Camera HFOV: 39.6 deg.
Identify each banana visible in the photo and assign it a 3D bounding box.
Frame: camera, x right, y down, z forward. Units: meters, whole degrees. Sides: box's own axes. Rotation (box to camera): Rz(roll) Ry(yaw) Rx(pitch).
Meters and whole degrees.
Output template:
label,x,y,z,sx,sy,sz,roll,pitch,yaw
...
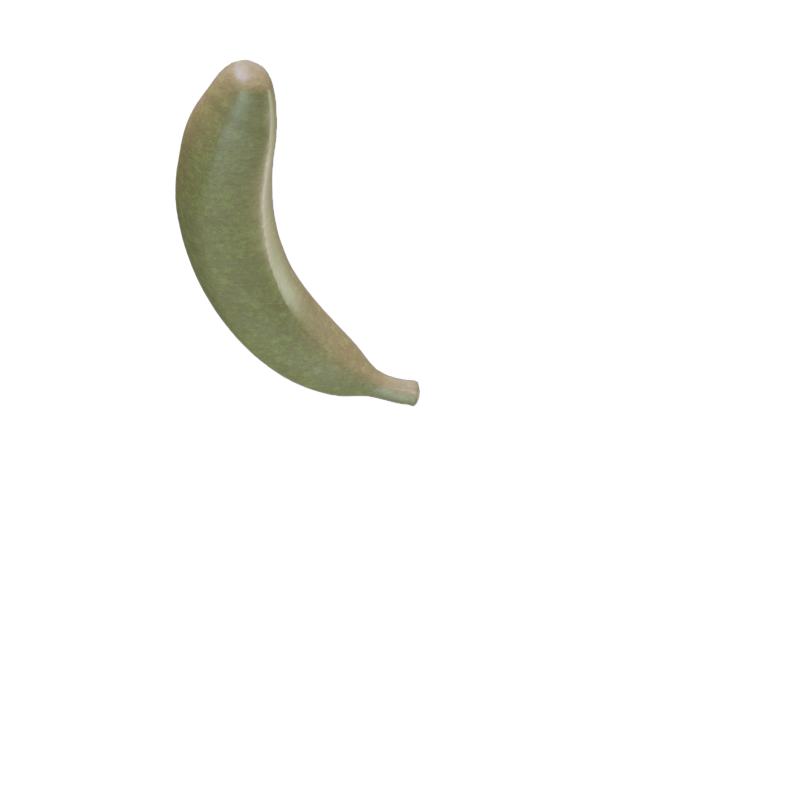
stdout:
label,x,y,z,sx,sy,sz,roll,pitch,yaw
banana,-0.051,-0.057,0.450,0.070,0.039,0.182,-12,-40,14
